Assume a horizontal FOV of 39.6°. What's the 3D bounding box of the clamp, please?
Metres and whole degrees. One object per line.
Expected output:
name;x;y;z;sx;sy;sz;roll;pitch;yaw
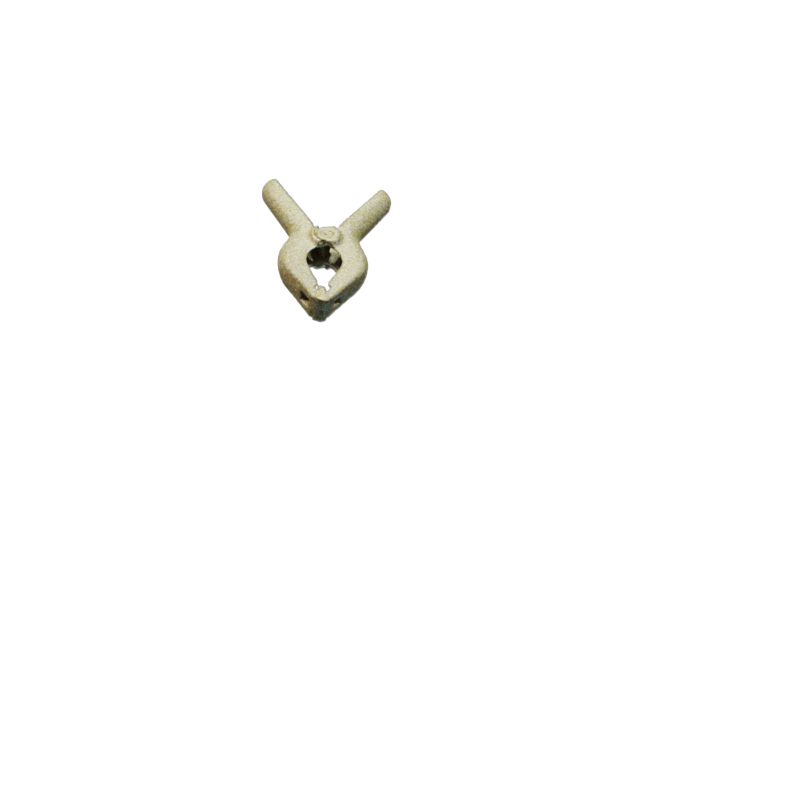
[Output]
clamp;-0.078;-0.142;0.992;0.121;0.037;0.182;6;42;6
